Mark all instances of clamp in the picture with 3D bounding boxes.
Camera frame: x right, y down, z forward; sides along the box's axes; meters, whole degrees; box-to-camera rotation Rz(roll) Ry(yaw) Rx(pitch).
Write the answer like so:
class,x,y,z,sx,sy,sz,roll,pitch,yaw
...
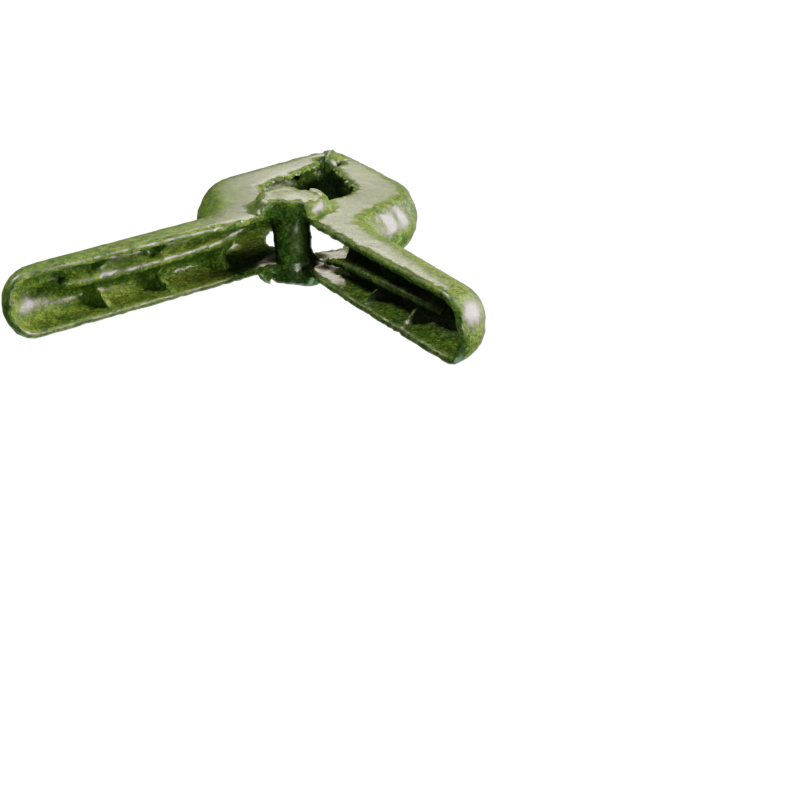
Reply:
class,x,y,z,sx,sy,sz,roll,pitch,yaw
clamp,-0.035,-0.064,0.446,0.168,0.035,0.215,7,25,14
